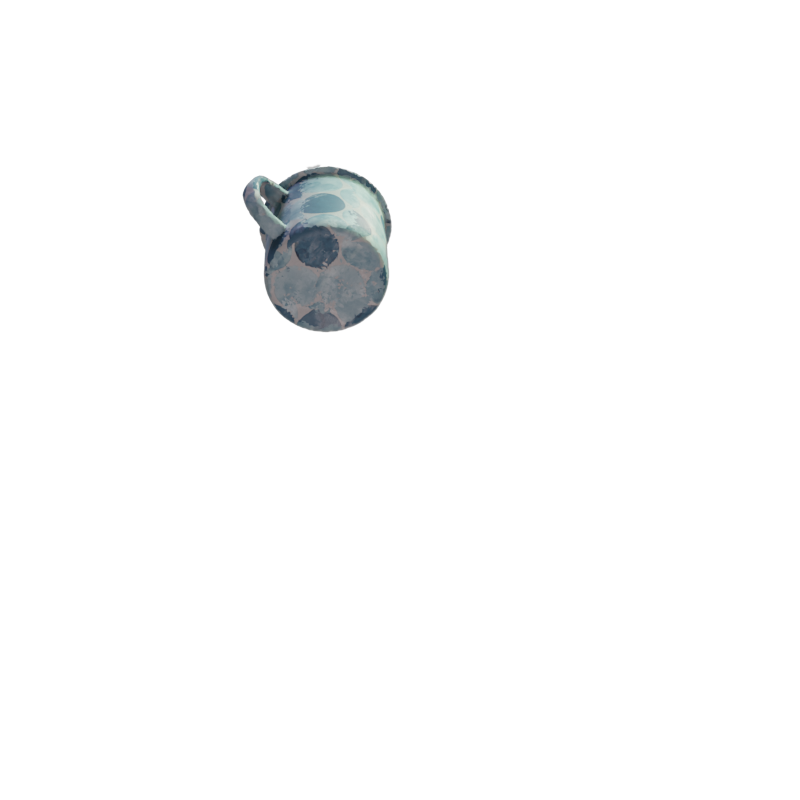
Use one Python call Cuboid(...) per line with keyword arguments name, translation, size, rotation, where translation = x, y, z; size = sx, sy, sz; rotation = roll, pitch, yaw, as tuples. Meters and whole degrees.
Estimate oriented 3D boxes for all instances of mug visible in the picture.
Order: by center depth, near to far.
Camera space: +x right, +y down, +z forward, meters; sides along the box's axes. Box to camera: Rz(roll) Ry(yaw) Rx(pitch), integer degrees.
Cuboid(name="mug", translation=(-0.058, -0.106, 0.744), size=(0.092, 0.111, 0.087), rotation=(-40, 24, 20))
